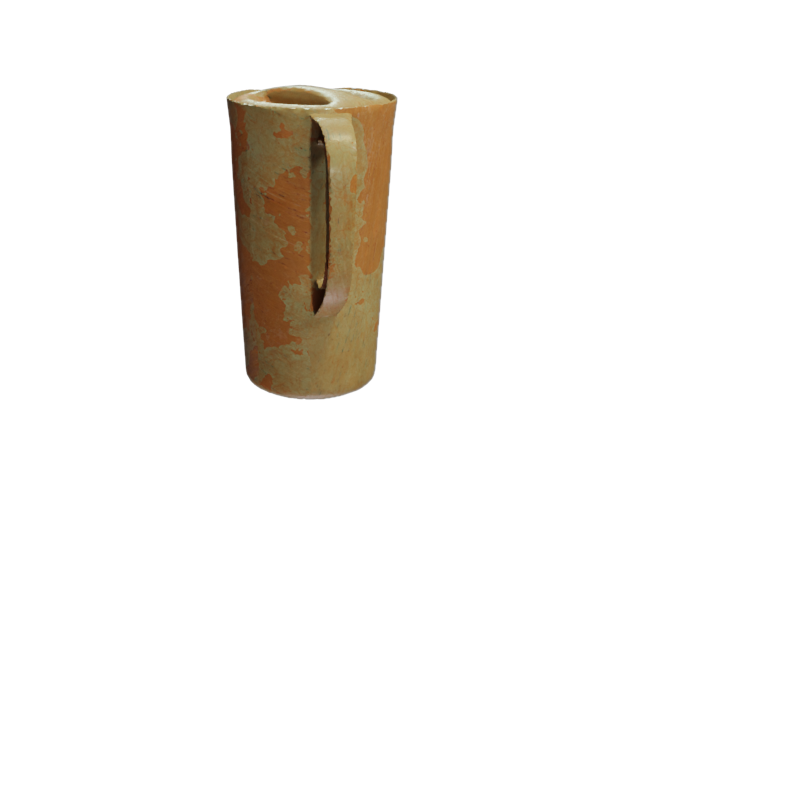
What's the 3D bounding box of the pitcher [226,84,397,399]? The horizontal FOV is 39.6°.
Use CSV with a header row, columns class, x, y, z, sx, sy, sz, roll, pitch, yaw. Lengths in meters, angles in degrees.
class,x,y,z,sx,sy,sz,roll,pitch,yaw
pitcher,-0.069,-0.126,0.882,0.151,0.234,0.148,10,19,28
